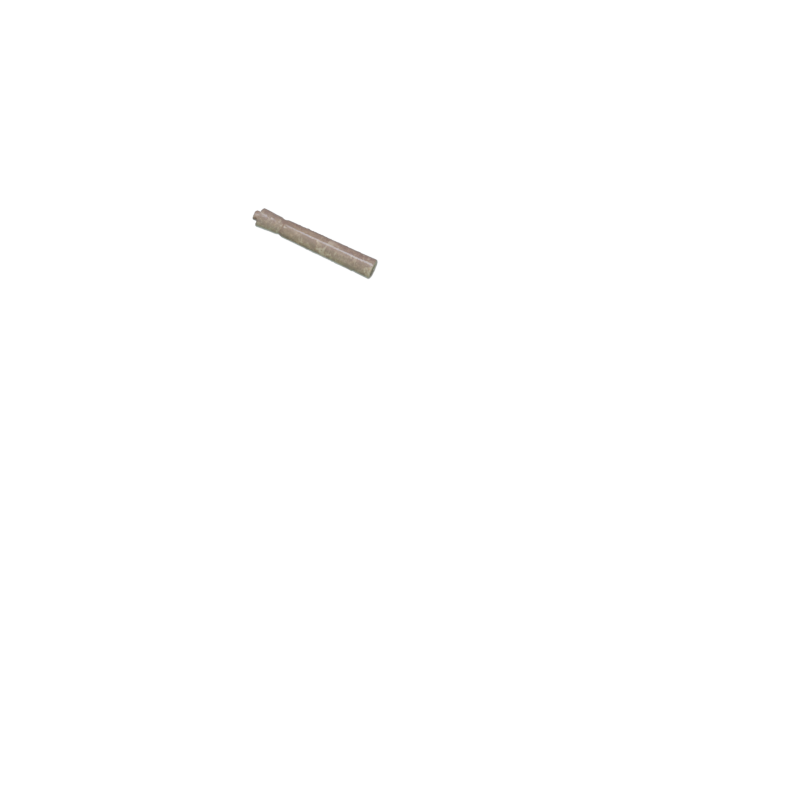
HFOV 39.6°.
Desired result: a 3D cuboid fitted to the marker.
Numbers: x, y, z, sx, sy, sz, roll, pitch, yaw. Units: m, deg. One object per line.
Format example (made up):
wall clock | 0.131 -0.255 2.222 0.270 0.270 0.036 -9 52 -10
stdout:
marker | -0.078 -0.142 0.998 0.124 0.019 0.019 26 9 12
